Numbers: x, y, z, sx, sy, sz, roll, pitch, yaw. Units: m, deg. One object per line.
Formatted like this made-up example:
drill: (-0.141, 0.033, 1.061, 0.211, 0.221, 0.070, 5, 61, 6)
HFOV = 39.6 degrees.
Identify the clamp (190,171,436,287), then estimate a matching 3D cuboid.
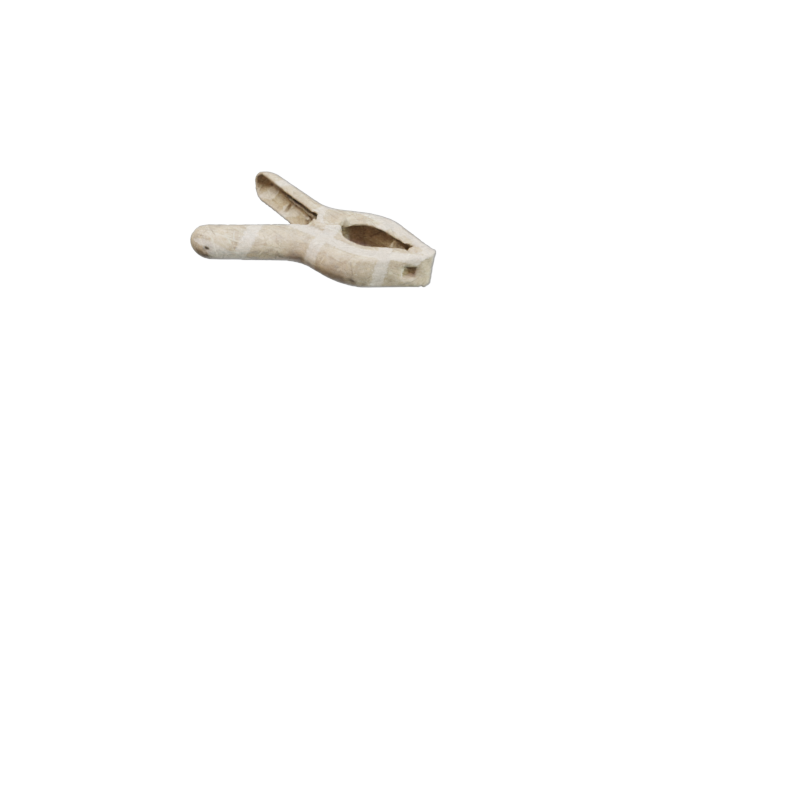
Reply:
clamp: (-0.063, -0.115, 0.805, 0.180, 0.037, 0.123, 21, 44, 23)
